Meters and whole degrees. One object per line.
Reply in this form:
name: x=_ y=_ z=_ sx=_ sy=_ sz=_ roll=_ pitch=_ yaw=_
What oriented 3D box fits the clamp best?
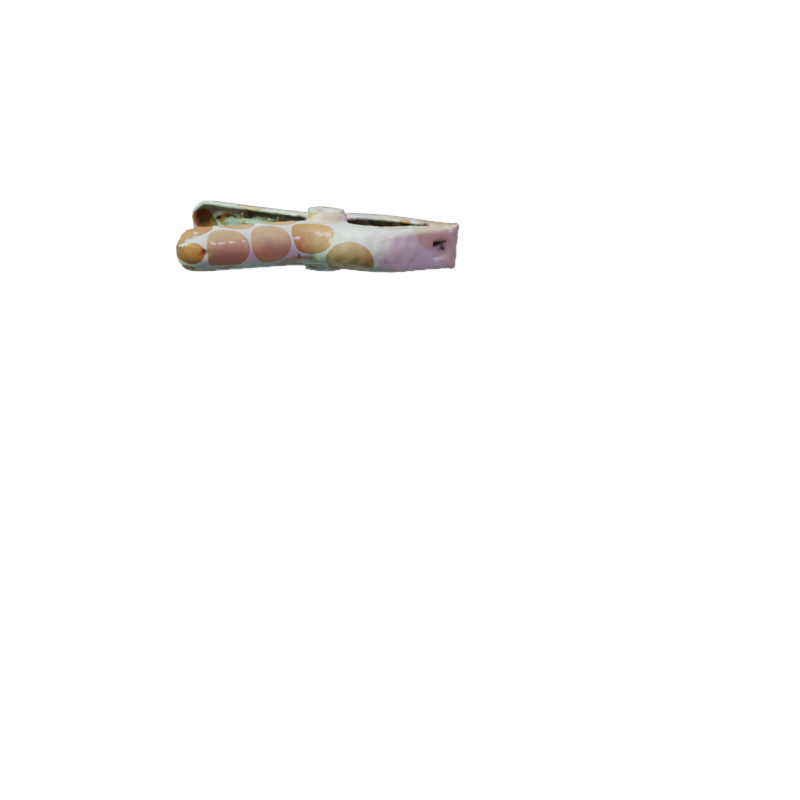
clamp: x=-0.052 y=-0.094 z=0.660 sx=0.173 sy=0.037 sz=0.125 roll=2 pitch=23 yaw=6
